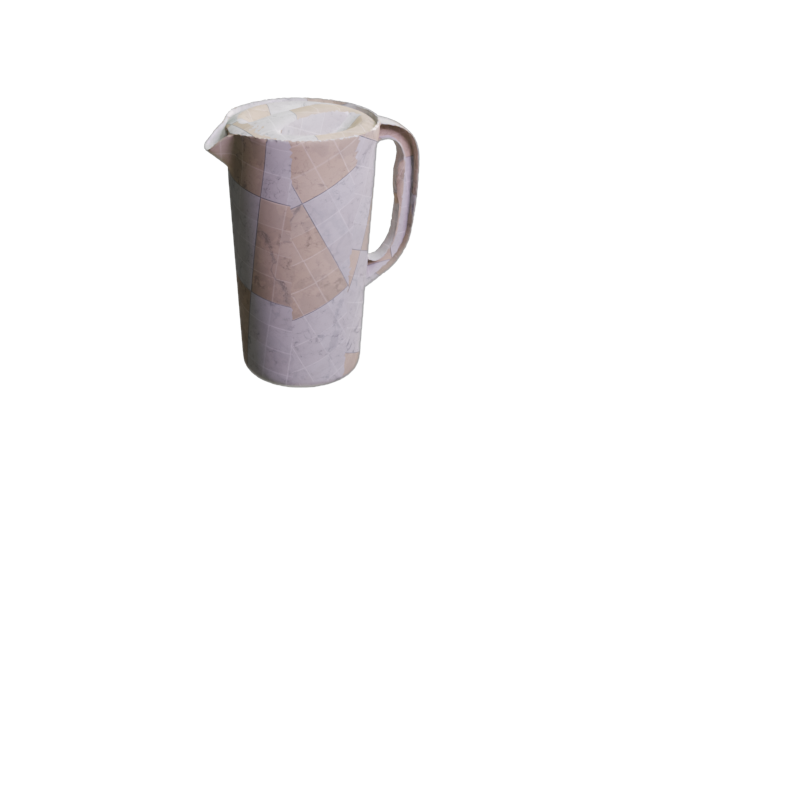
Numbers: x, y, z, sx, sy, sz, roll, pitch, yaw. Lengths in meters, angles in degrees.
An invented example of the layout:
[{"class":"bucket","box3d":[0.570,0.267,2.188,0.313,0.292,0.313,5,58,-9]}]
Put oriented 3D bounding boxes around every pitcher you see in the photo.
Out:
[{"class":"pitcher","box3d":[-0.077,-0.140,0.982,0.155,0.230,0.147,13,28,22]}]
